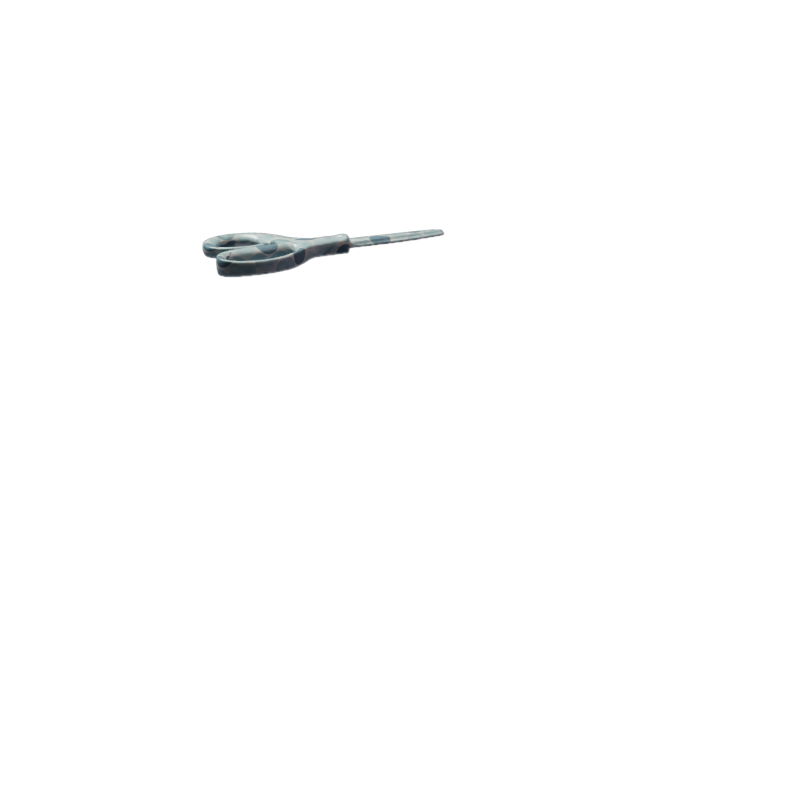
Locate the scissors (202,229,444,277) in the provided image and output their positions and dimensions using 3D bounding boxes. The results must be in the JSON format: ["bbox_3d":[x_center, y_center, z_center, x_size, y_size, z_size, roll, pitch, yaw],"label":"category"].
[{"bbox_3d":[-0.069,-0.125,0.876,0.198,0.015,0.102,-19,28,-40],"label":"scissors"}]
